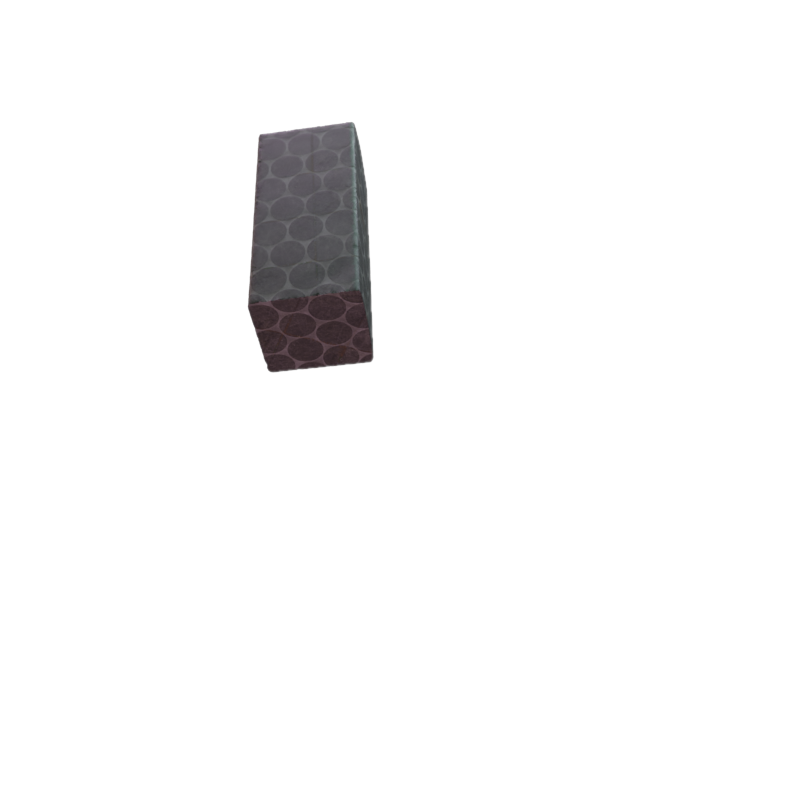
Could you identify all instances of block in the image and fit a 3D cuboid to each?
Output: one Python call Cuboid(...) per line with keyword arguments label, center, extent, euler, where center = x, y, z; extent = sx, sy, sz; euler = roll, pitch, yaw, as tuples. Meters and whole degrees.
Cuboid(label="block", center=(-0.074, -0.136, 0.952), extent=(0.091, 0.221, 0.083), euler=(-7, -41, 4))
